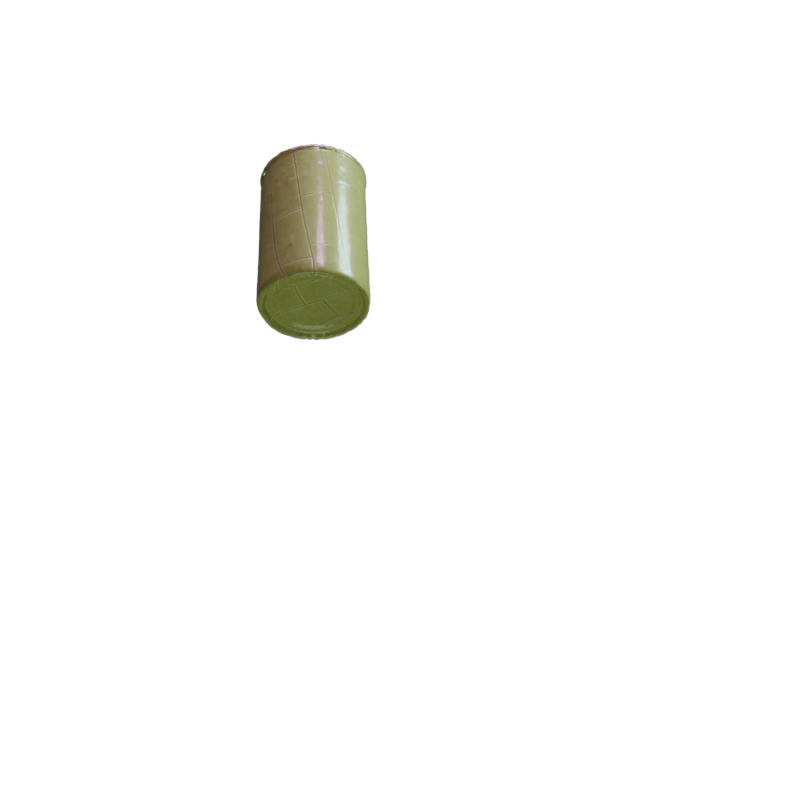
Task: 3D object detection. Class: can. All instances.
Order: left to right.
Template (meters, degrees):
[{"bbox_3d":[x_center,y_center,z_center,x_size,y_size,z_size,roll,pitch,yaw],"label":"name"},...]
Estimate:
[{"bbox_3d":[-0.053,-0.096,0.675,0.068,0.110,0.064,-1,-38,-3],"label":"can"}]
